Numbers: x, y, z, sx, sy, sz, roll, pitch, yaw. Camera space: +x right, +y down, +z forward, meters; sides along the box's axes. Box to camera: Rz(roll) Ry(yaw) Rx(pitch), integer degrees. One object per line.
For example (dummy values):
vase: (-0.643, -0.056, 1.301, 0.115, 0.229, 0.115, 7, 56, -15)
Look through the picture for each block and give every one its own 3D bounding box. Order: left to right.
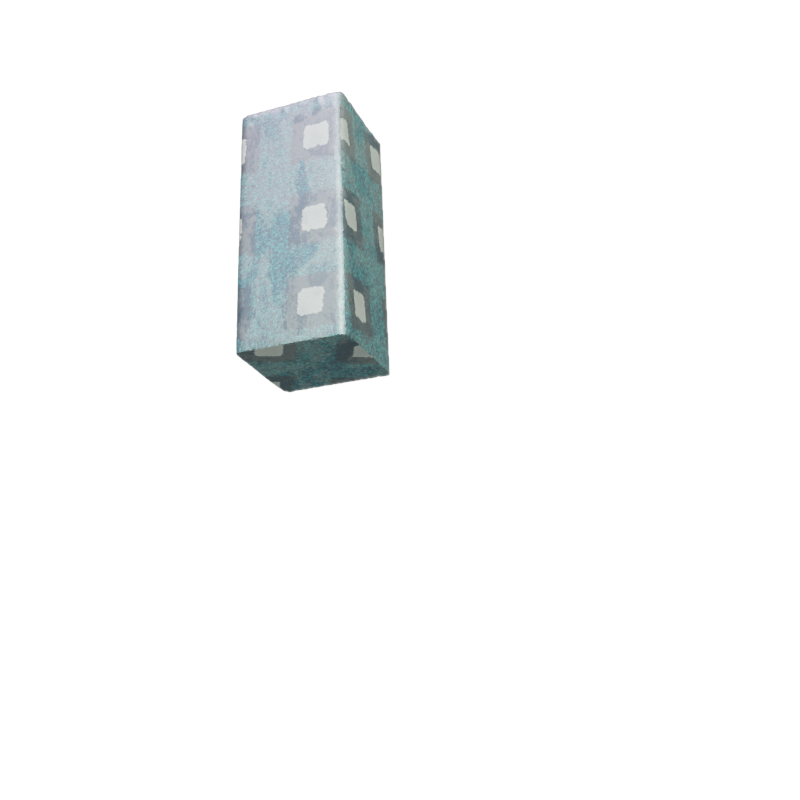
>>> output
block: (-0.068, -0.124, 0.865, 0.092, 0.218, 0.084, -12, -28, 19)
